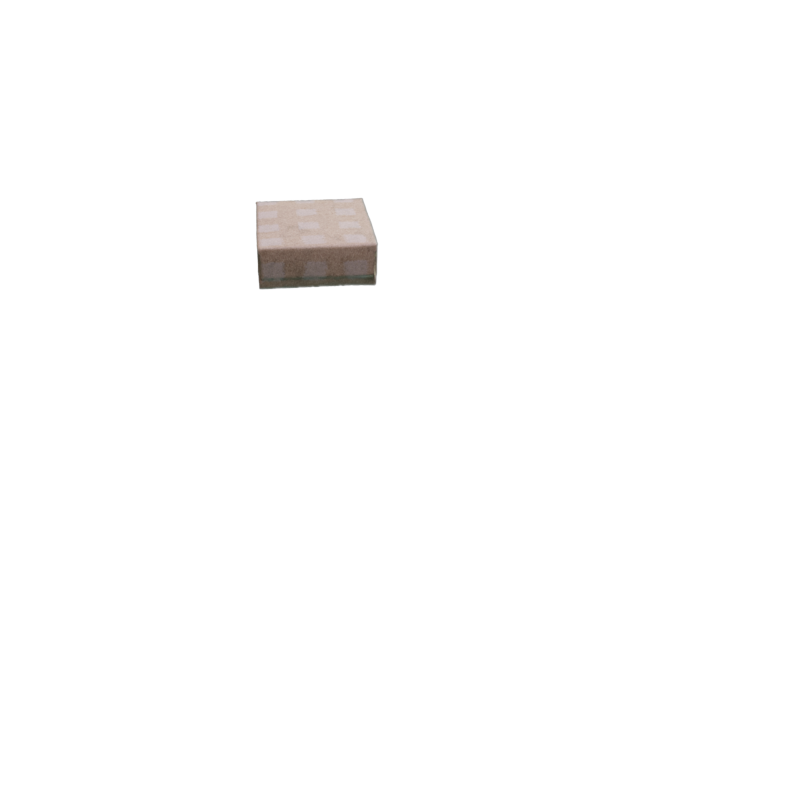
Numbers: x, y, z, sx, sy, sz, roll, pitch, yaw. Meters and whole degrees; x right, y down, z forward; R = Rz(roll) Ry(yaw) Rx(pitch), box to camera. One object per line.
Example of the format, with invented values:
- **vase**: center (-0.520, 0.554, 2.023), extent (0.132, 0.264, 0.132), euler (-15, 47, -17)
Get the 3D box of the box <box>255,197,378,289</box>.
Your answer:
- **box**: center (-0.068, -0.124, 0.868), extent (0.089, 0.037, 0.120), euler (-2, 25, -6)
